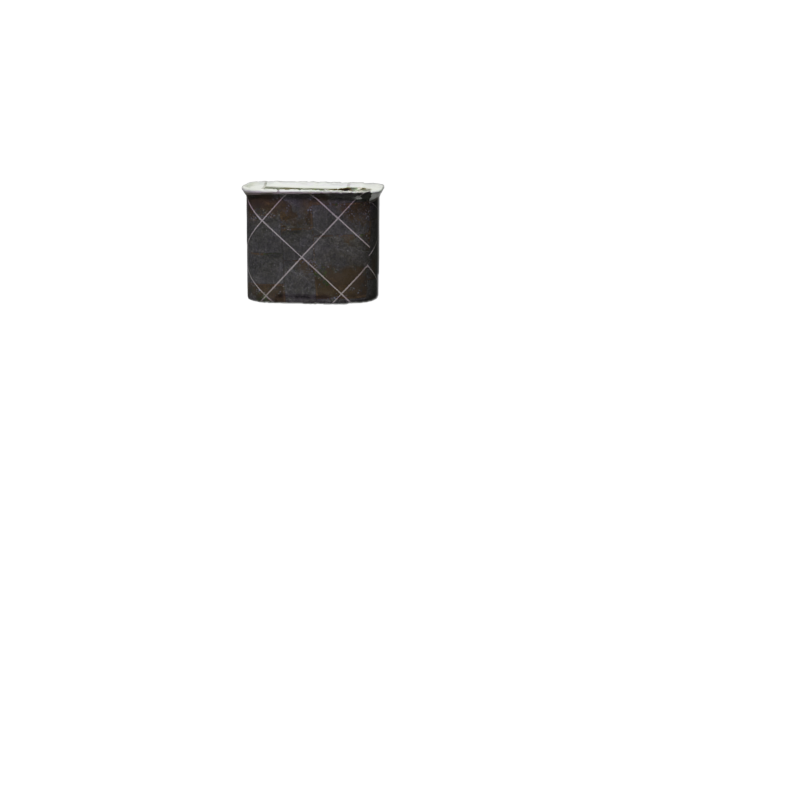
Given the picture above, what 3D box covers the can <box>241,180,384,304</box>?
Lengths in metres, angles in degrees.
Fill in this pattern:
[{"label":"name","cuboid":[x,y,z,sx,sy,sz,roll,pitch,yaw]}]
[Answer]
[{"label":"can","cuboid":[-0.064,-0.116,0.814,0.103,0.082,0.058,2,12,6]}]
